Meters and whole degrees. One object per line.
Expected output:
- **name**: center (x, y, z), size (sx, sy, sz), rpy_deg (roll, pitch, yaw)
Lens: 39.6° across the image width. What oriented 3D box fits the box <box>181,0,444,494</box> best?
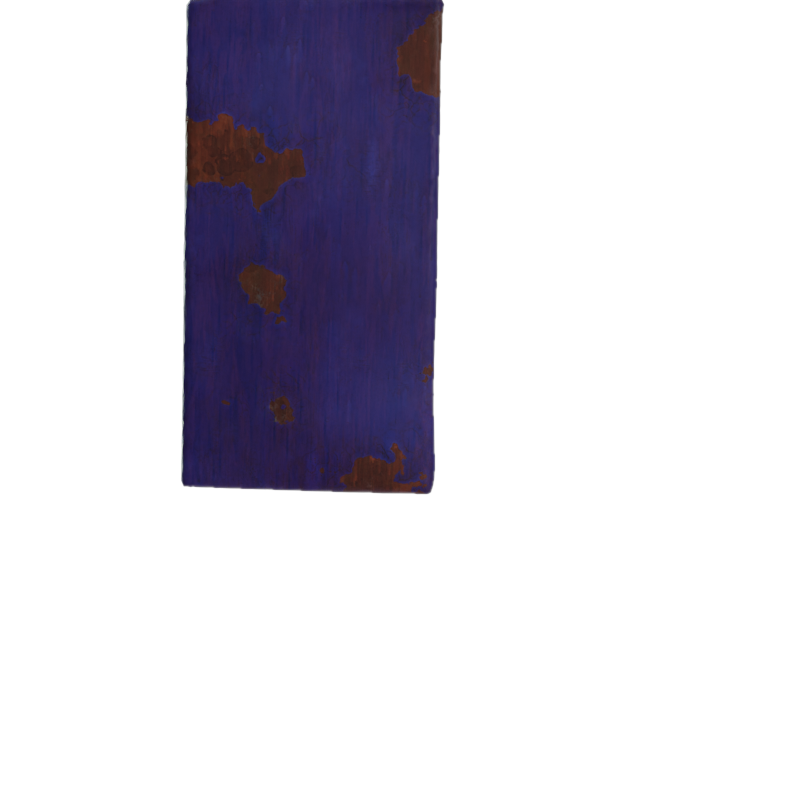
- **box**: center (-0.032, -0.058, 0.407), size (0.094, 0.174, 0.048), rpy_deg (1, 5, 2)
